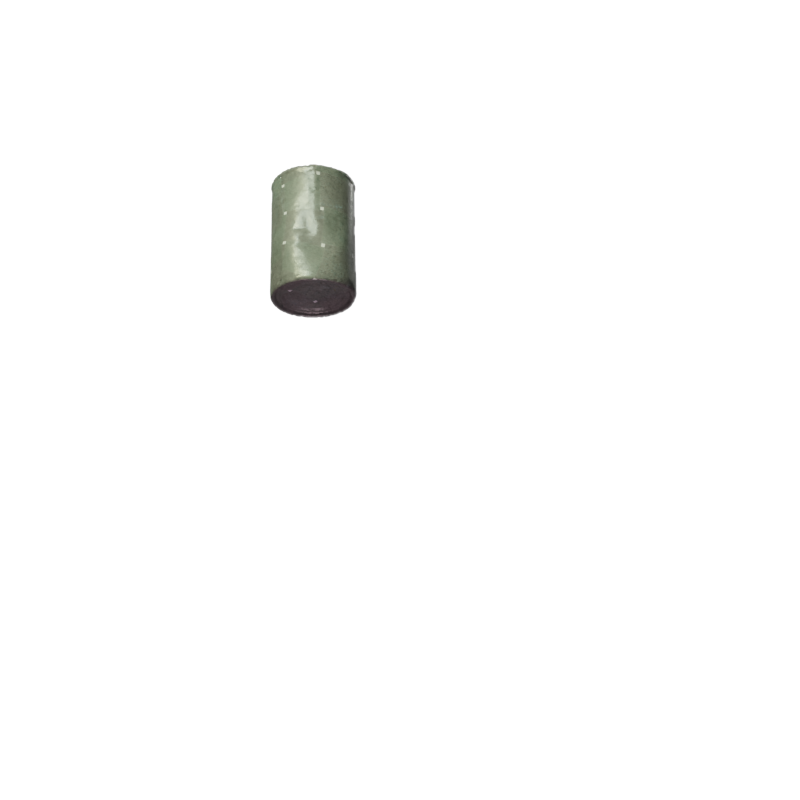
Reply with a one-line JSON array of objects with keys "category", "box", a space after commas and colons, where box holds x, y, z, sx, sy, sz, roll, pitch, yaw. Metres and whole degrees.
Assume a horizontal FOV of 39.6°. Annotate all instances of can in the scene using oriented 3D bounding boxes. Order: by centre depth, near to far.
[{"category": "can", "box": [-0.068, -0.125, 0.873, 0.068, 0.109, 0.065, 0, -27, -2]}]
